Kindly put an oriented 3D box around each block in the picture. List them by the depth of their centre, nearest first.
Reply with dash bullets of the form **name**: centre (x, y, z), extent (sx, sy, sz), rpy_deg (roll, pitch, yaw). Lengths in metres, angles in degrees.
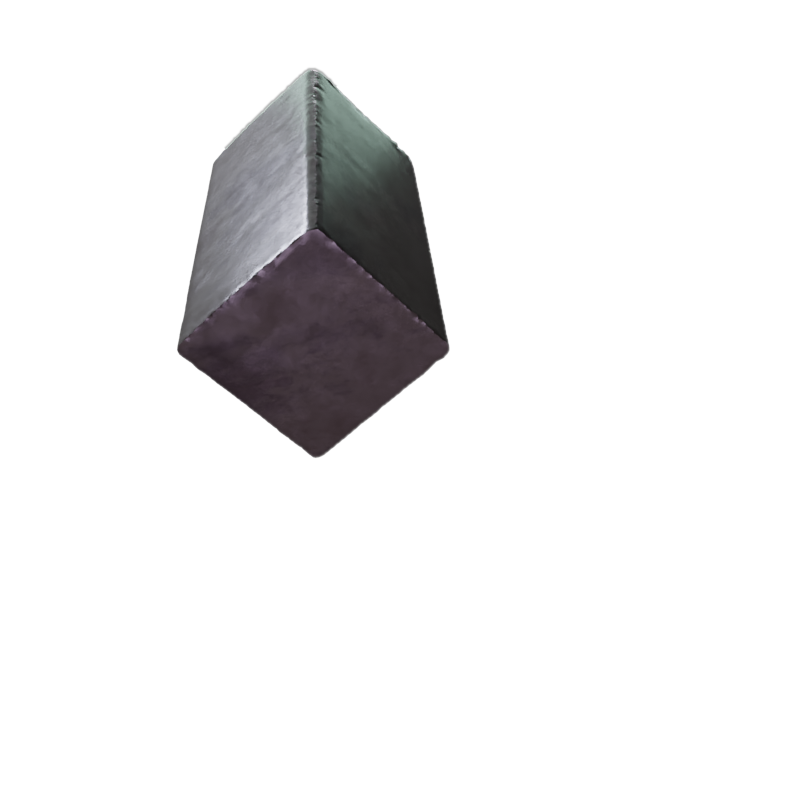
- **block**: centre (-0.045, -0.084, 0.582), extent (0.086, 0.089, 0.220), rpy_deg (40, 22, -25)
